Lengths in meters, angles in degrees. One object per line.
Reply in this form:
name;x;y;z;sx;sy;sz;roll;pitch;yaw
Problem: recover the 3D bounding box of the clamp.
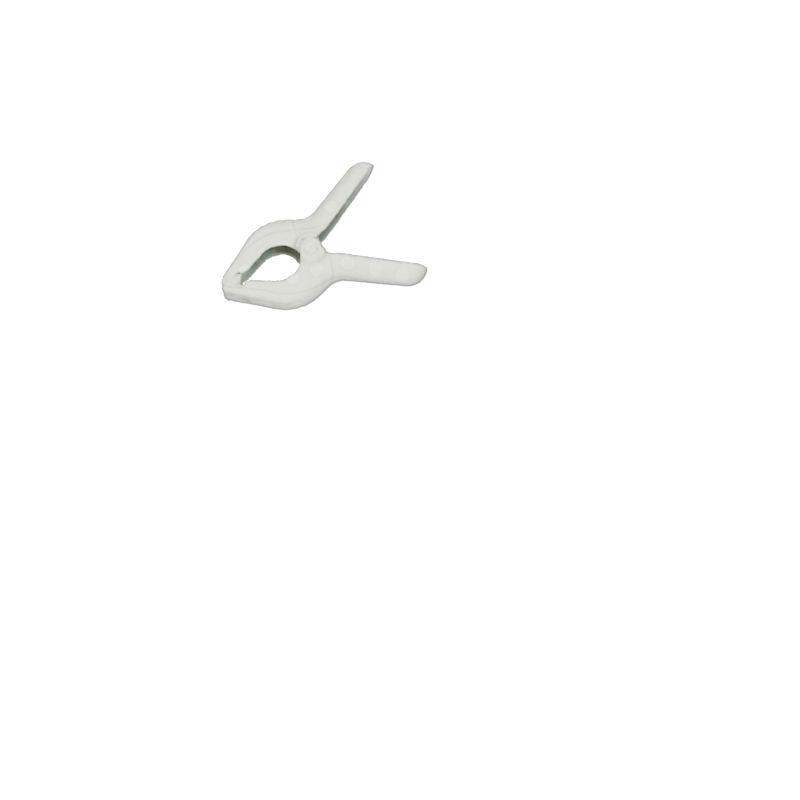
clamp;-0.074;-0.135;0.947;0.170;0.128;0.037;-15;-26;-7
